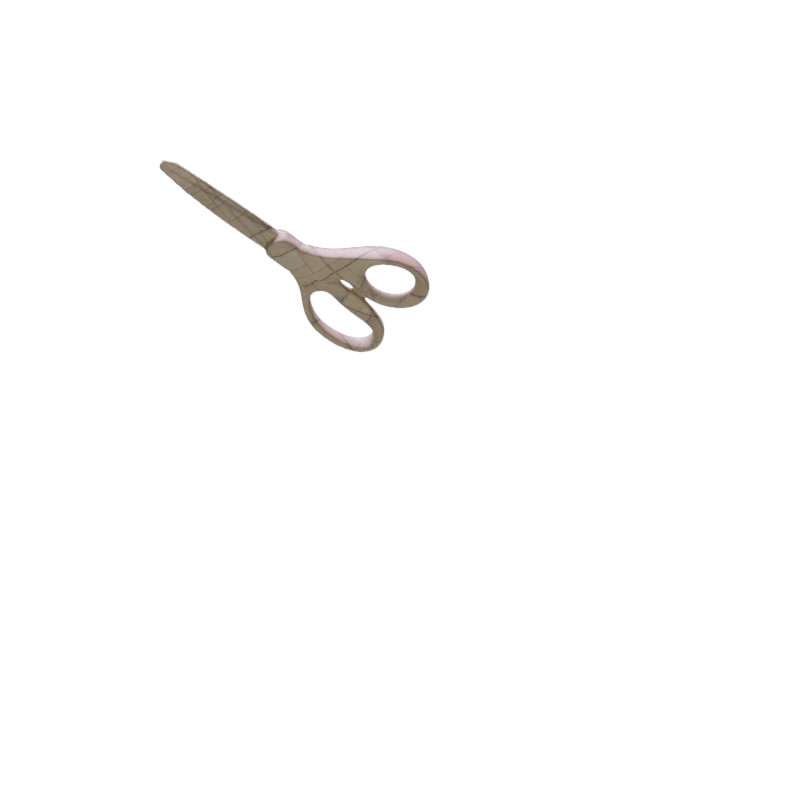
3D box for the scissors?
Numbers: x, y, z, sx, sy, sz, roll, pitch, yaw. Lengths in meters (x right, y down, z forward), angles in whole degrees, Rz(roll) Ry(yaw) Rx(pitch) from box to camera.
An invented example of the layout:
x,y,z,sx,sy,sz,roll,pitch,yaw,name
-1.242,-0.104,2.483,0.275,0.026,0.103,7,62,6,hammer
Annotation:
x,y,z,sx,sy,sz,roll,pitch,yaw,name
-0.055,-0.101,0.707,0.096,0.017,0.187,-23,-50,21,scissors
